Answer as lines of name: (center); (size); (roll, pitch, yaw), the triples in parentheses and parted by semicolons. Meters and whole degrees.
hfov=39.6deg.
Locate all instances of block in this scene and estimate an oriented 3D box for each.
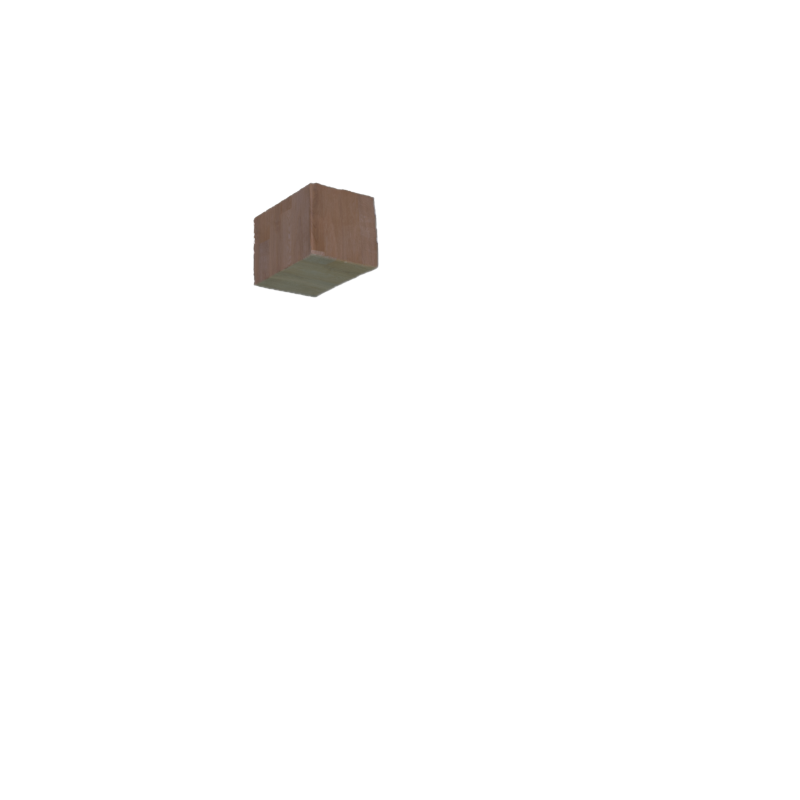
block: (-0.058, -0.106, 0.743); (0.050, 0.053, 0.079); (11, -18, -35)
